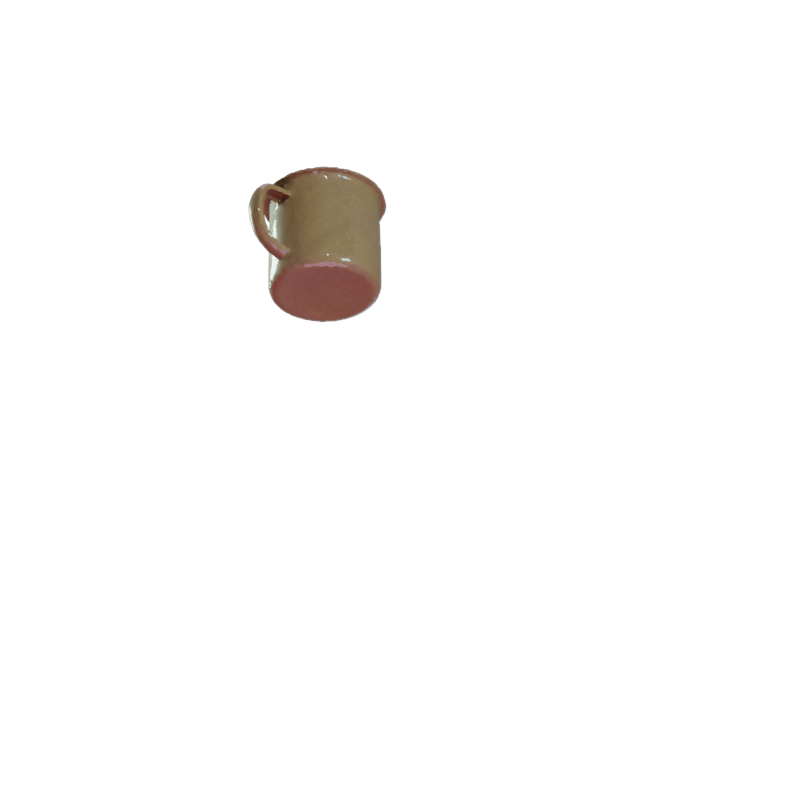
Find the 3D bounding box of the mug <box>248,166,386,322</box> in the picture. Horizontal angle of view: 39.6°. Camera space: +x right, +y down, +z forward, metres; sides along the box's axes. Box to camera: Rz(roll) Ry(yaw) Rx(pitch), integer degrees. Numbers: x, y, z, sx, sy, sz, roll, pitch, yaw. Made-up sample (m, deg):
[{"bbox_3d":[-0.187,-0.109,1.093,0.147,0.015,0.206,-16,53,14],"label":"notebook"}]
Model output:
[{"bbox_3d":[-0.063,-0.115,0.808,0.093,0.087,0.109,-27,-40,34],"label":"mug"}]
